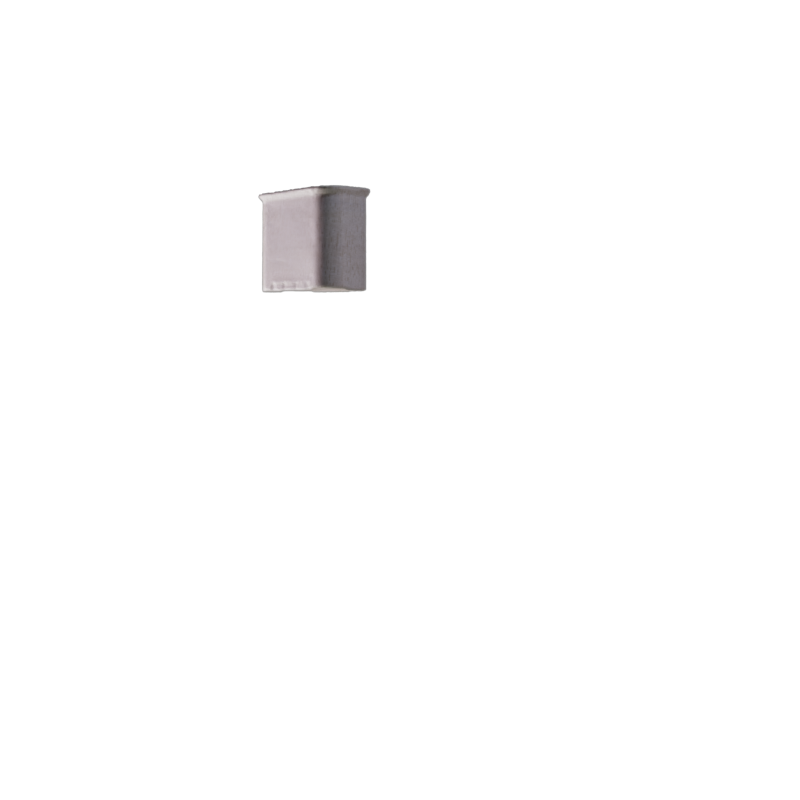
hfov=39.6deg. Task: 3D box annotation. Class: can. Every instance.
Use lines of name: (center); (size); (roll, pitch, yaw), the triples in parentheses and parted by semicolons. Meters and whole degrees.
can: (-0.073, -0.132, 0.925); (0.055, 0.084, 0.106); (1, 0, -43)
